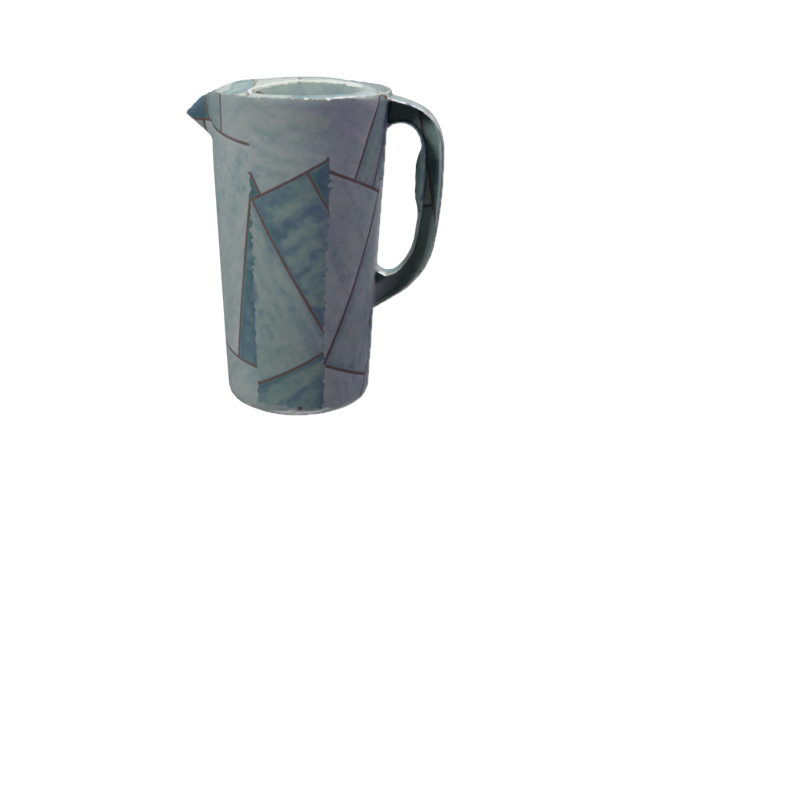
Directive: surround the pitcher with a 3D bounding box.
[{"bbox_3d":[-0.065,-0.118,0.825,0.142,0.234,0.158,-13,22,-38],"label":"pitcher"}]
